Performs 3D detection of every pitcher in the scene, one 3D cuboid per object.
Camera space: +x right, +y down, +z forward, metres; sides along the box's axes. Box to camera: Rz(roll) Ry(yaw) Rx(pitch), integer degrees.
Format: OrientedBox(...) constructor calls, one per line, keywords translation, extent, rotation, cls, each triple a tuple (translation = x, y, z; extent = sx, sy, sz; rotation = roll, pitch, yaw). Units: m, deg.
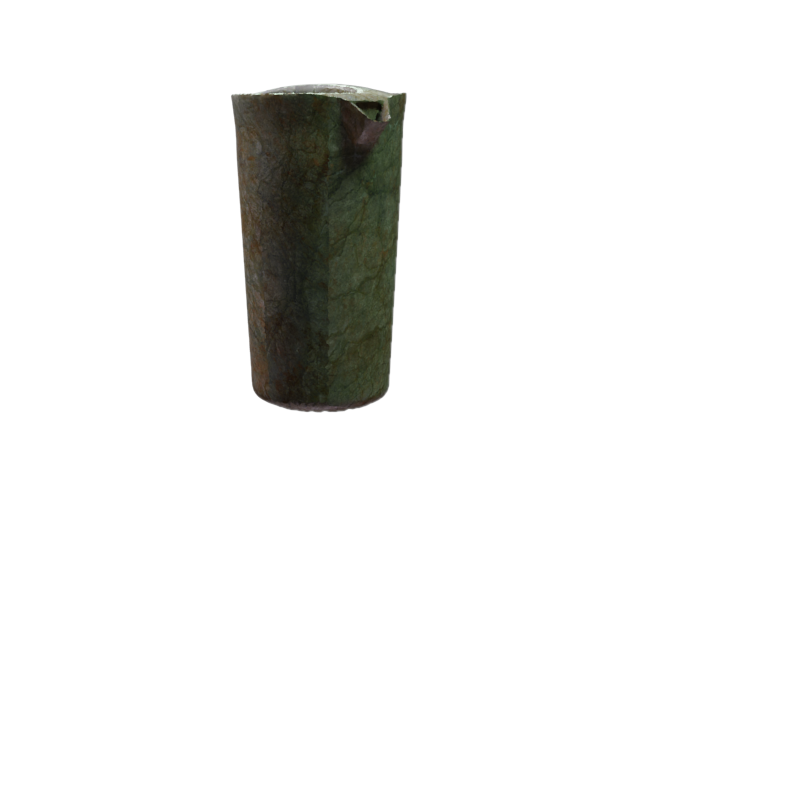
OrientedBox(translation=(-0.068, -0.123, 0.863), extent=(0.147, 0.238, 0.150), rotation=(2, 10, 10), cls="pitcher")
